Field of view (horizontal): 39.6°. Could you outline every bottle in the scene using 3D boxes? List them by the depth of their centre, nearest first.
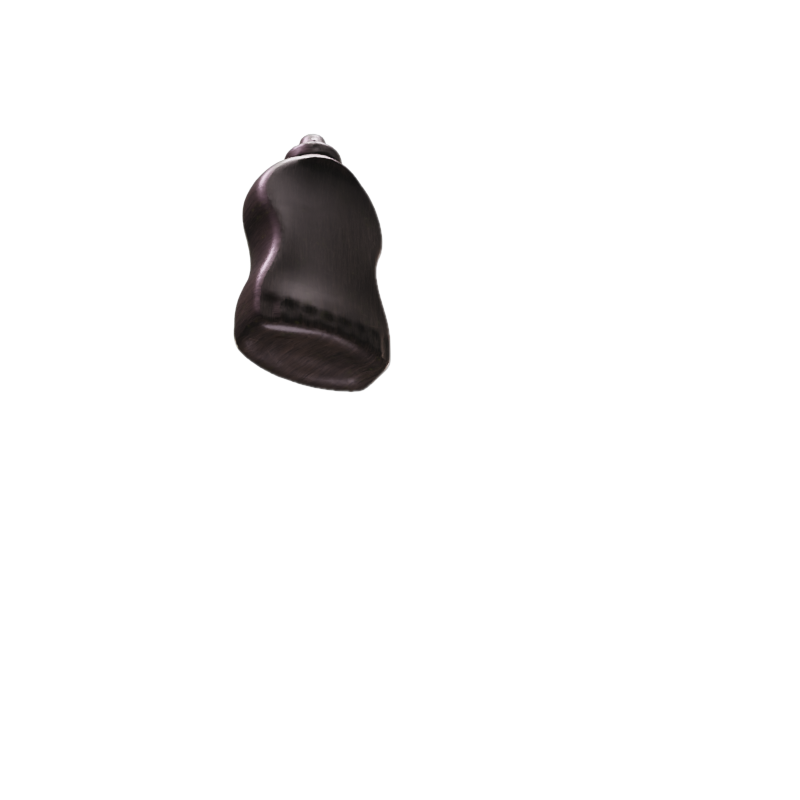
[{"bbox_3d":[-0.057,-0.103,0.721,0.092,0.206,0.057,17,-43,-24],"label":"bottle"}]
